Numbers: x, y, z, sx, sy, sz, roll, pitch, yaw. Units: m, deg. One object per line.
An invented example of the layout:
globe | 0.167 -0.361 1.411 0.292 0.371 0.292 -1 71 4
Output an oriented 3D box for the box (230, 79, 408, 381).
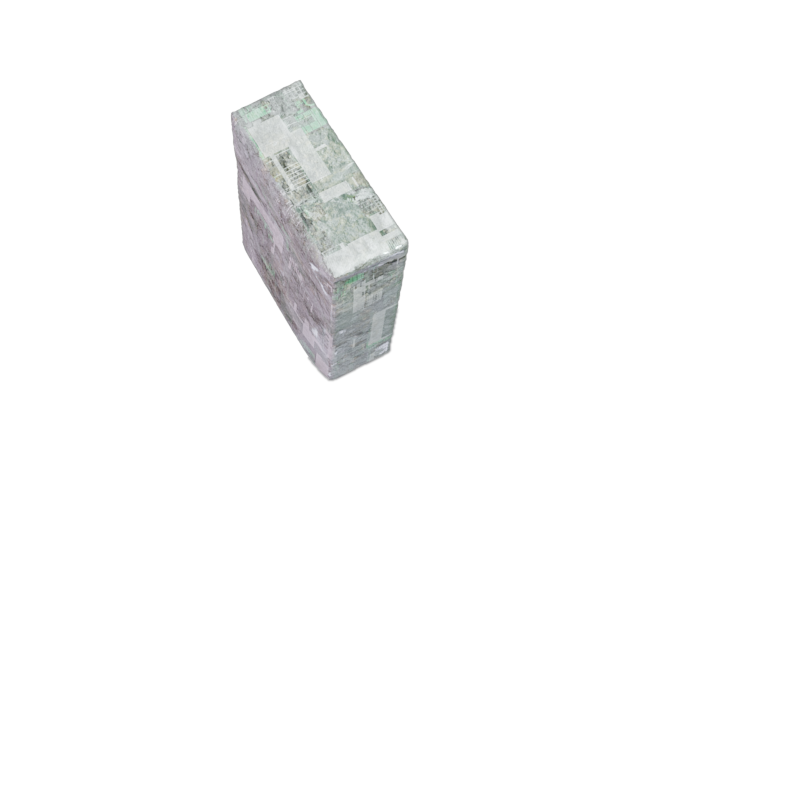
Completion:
box | -0.071 -0.129 0.904 0.072 0.173 0.203 -27 -19 -13
